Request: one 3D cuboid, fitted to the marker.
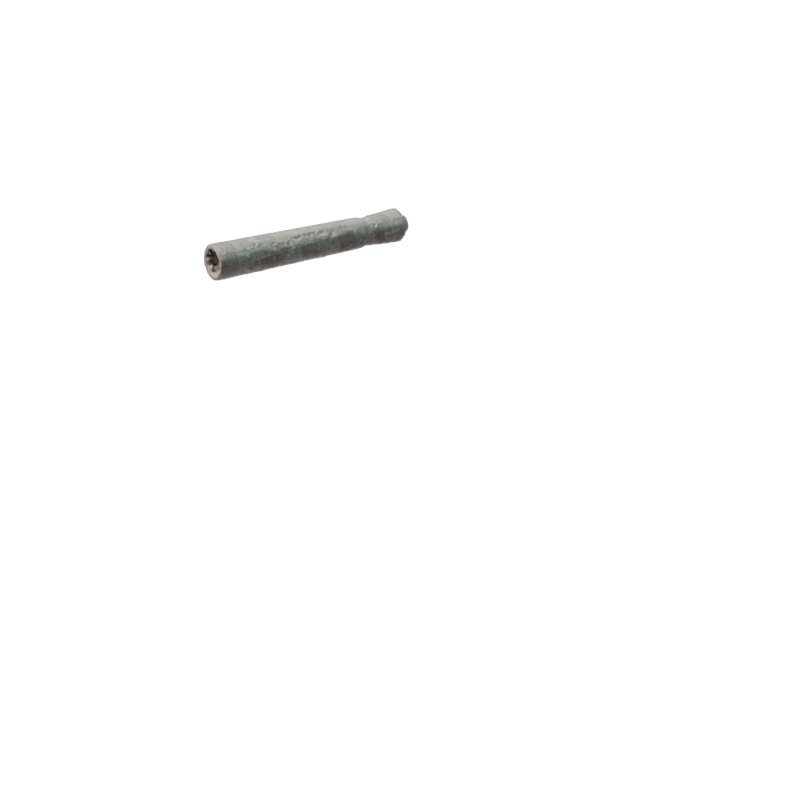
[{"bbox_3d":[-0.046,-0.083,0.581,0.119,0.019,0.021,-17,13,-33],"label":"marker"}]
